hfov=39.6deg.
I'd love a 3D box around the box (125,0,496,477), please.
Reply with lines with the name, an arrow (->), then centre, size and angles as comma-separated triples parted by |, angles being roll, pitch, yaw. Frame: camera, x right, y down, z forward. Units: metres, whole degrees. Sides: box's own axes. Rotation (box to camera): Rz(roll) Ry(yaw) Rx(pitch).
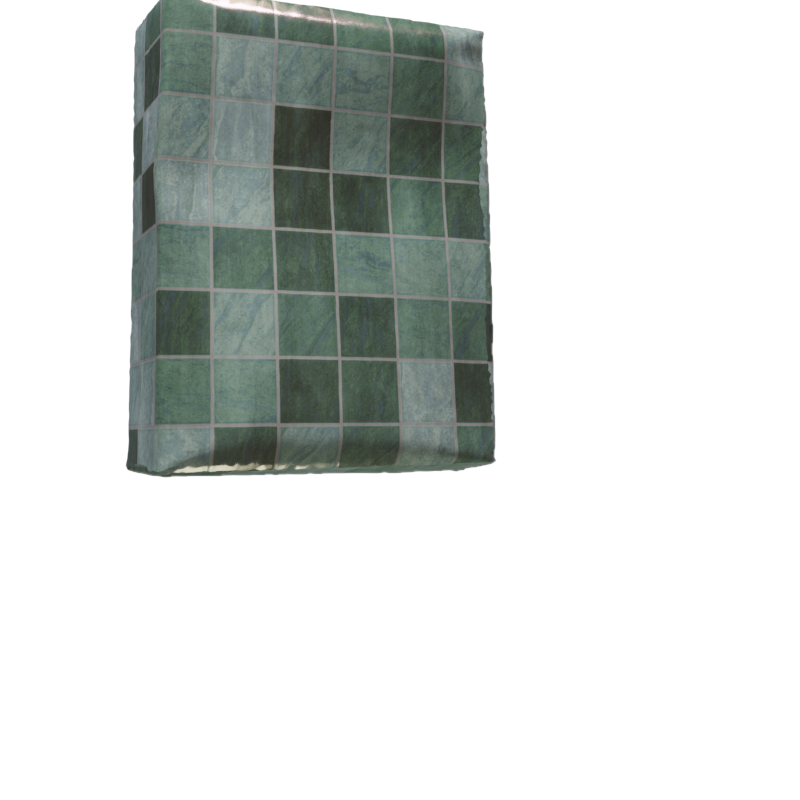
box -> -0.041, -0.075, 0.522 | 0.159, 0.218, 0.072 | 2, -9, -22
